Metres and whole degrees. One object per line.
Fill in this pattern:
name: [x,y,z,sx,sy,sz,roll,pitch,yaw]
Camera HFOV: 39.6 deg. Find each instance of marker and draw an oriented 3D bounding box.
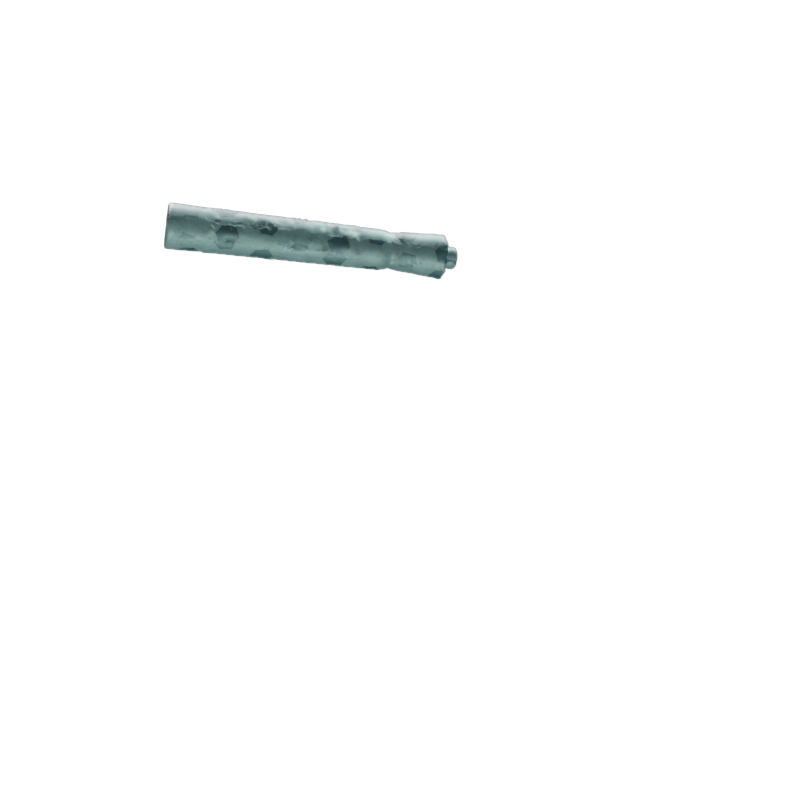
marker: [-0.036,-0.065,0.456,0.119,0.020,0.020,5,3,-9]
